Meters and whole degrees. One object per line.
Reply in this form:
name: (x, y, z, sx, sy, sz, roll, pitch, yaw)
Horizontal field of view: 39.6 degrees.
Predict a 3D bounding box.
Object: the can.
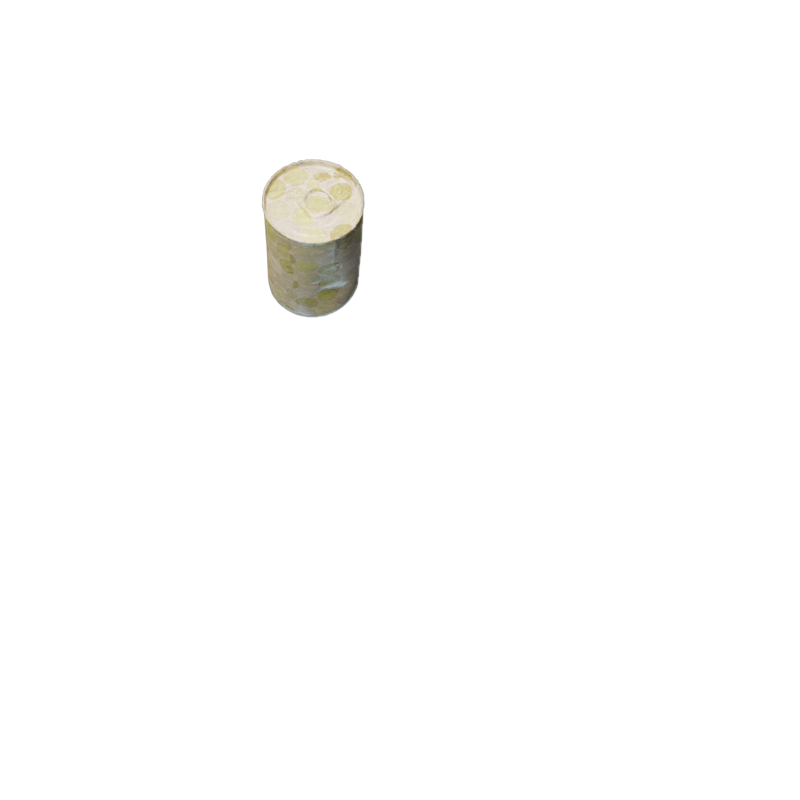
can: (-0.060, -0.110, 0.772, 0.068, 0.073, 0.096, 0, -28, -3)
